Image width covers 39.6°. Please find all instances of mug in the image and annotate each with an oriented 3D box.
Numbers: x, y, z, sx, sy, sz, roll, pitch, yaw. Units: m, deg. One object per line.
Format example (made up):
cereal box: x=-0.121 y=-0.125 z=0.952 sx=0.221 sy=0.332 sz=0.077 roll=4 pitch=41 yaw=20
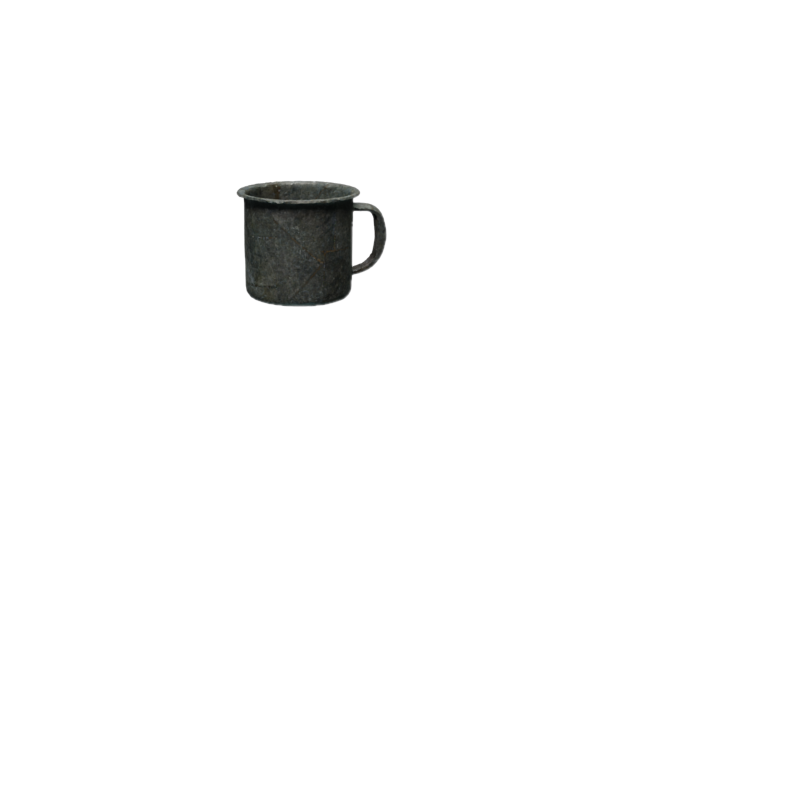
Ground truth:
mug: x=-0.066 y=-0.121 z=0.846 sx=0.115 sy=0.079 sz=0.099 roll=-7 pitch=18 yaw=-22
